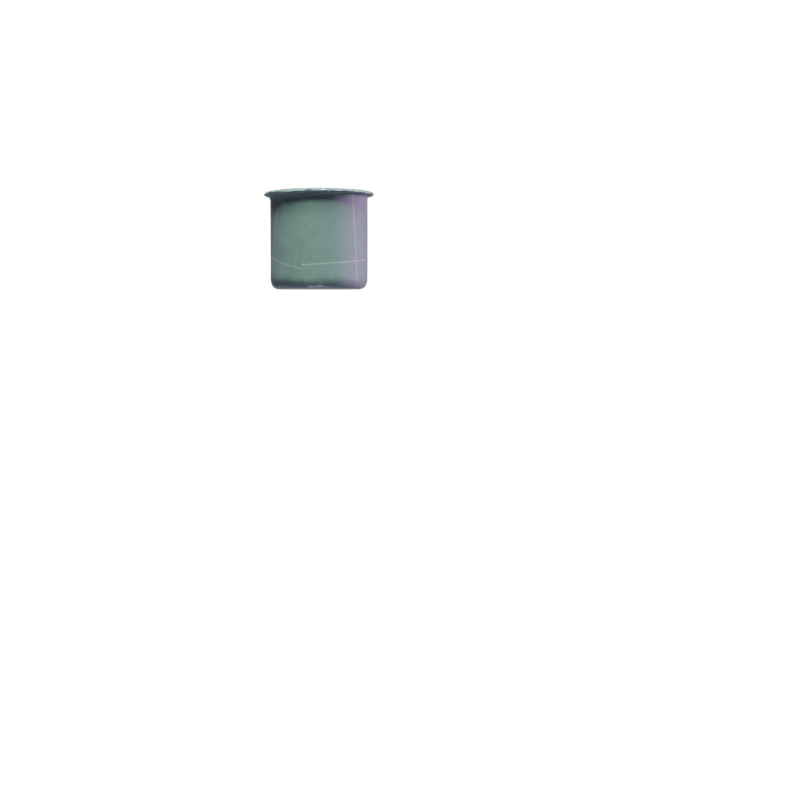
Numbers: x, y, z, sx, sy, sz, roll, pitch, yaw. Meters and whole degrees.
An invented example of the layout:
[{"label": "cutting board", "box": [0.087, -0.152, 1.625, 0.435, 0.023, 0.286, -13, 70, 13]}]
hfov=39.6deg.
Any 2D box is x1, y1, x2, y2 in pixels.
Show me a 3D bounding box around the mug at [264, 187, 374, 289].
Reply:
[{"label": "mug", "box": [-0.074, -0.135, 0.945, 0.090, 0.082, 0.121, -1, 3, -27]}]
